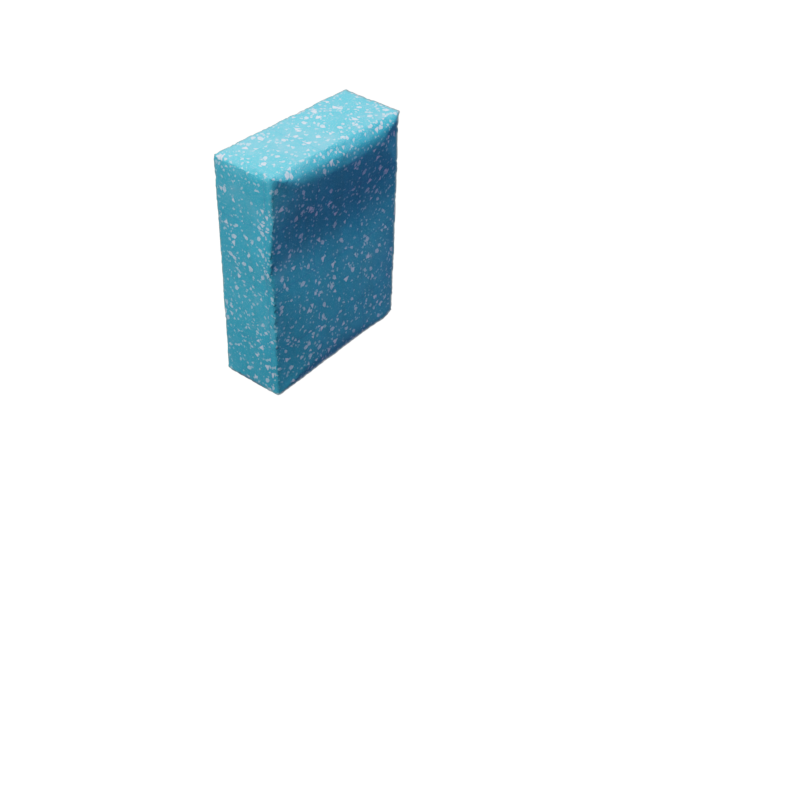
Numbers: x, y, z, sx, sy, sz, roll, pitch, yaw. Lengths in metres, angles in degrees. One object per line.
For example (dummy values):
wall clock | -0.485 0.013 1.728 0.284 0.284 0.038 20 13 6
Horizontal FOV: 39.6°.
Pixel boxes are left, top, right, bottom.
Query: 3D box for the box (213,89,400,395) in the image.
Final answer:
box | -0.075 -0.136 0.952 0.076 0.200 0.165 26 42 29
